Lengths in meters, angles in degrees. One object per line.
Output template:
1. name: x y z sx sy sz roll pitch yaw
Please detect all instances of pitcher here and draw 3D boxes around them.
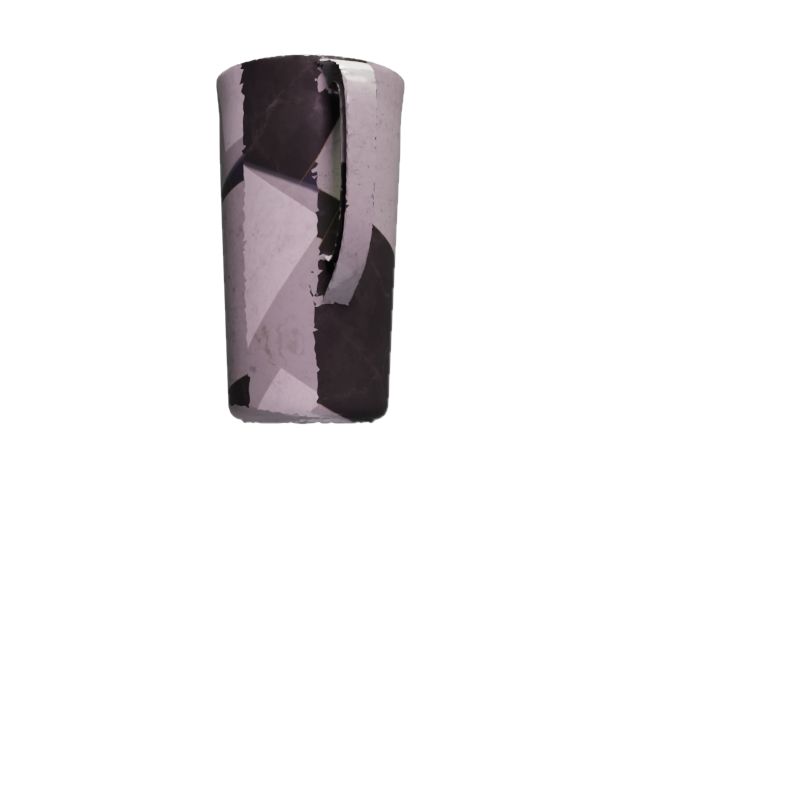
1. pitcher: -0.059 -0.108 0.754 0.149 0.248 0.142 -4 -8 23
